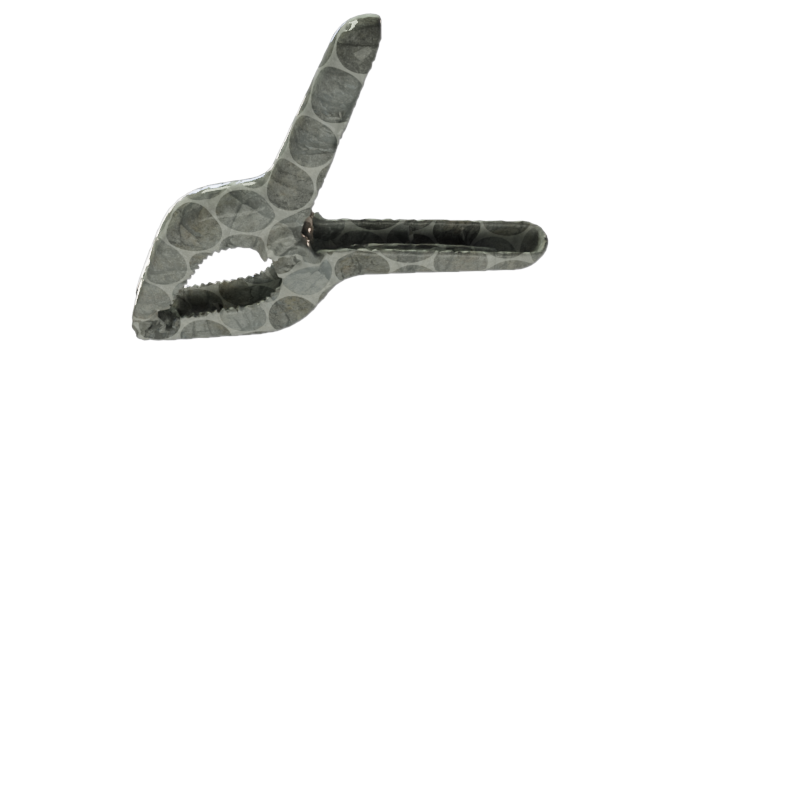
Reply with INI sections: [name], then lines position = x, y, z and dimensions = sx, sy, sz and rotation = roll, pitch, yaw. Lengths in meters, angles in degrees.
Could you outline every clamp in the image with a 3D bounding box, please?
[clamp]
position = -0.043, -0.078, 0.550
dimensions = 0.209, 0.039, 0.154
rotation = -30, -52, 27
